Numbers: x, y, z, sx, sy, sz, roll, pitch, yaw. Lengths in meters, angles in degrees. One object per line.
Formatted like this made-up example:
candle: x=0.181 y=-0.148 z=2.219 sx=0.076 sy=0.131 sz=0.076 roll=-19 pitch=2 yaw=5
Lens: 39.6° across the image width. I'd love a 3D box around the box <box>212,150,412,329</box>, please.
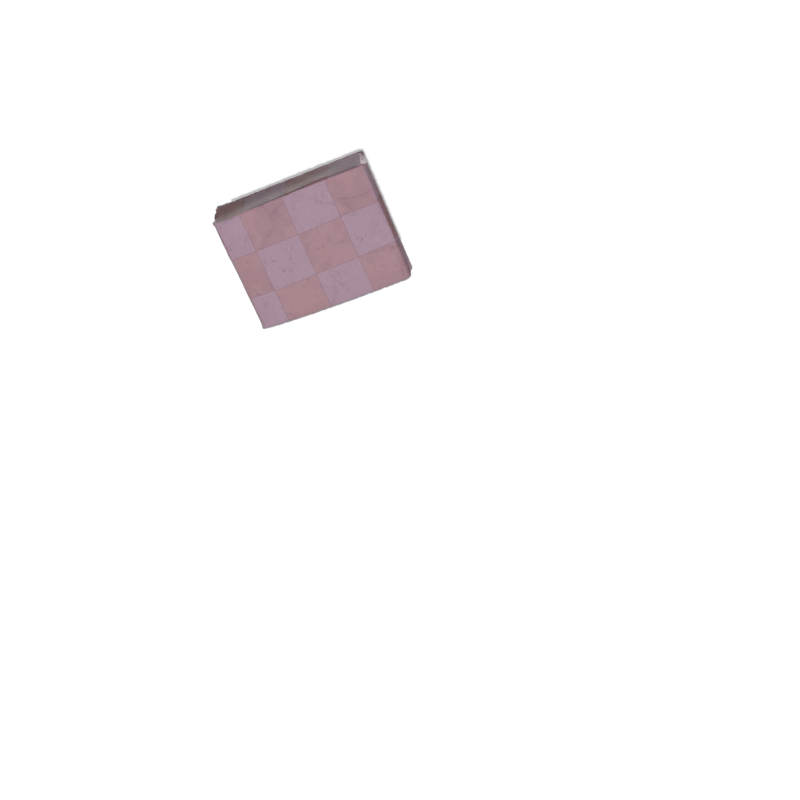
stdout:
box: x=-0.060 y=-0.109 z=0.761 sx=0.114 sy=0.085 sz=0.041 roll=-20 pitch=21 yaw=7
